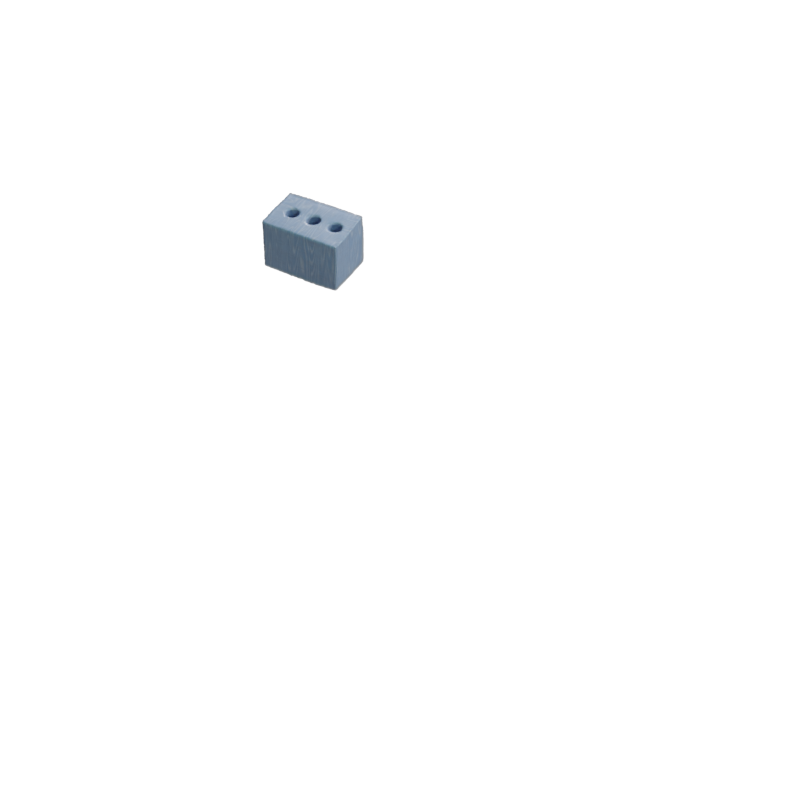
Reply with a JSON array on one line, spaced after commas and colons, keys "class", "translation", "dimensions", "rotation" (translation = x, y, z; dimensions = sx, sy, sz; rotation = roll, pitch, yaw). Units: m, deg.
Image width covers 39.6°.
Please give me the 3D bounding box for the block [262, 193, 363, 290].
[{"class": "block", "translation": [-0.078, -0.143, 1.000], "dimensions": [0.081, 0.048, 0.054], "rotation": [20, 45, 20]}]
